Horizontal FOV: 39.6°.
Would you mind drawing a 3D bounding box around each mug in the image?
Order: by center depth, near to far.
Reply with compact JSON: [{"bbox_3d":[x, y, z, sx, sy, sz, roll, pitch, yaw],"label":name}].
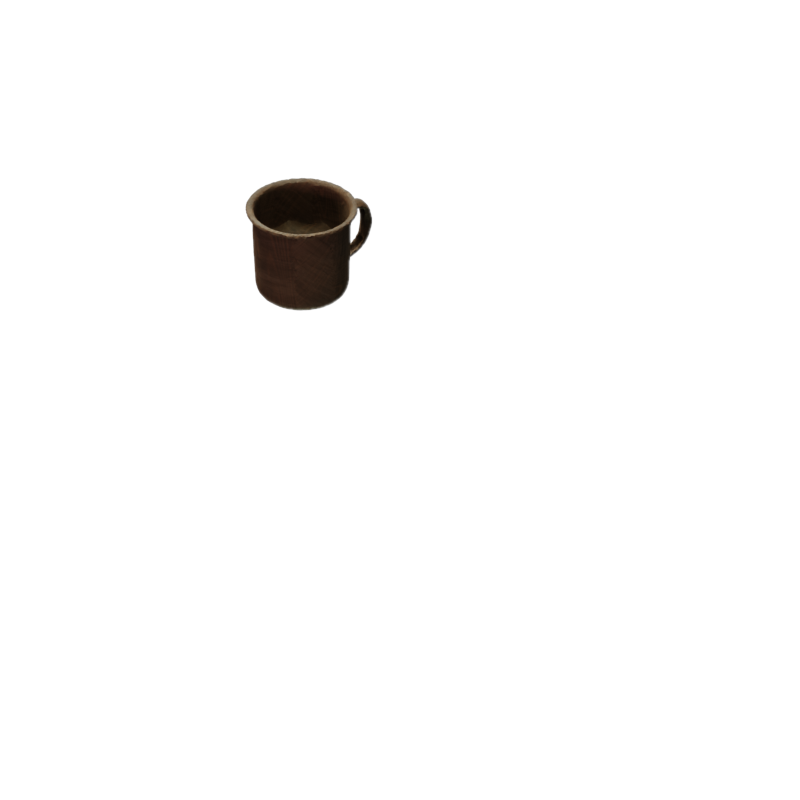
[{"bbox_3d":[-0.074,-0.135,0.946,0.116,0.076,0.100,-26,46,-30],"label":"mug"}]
